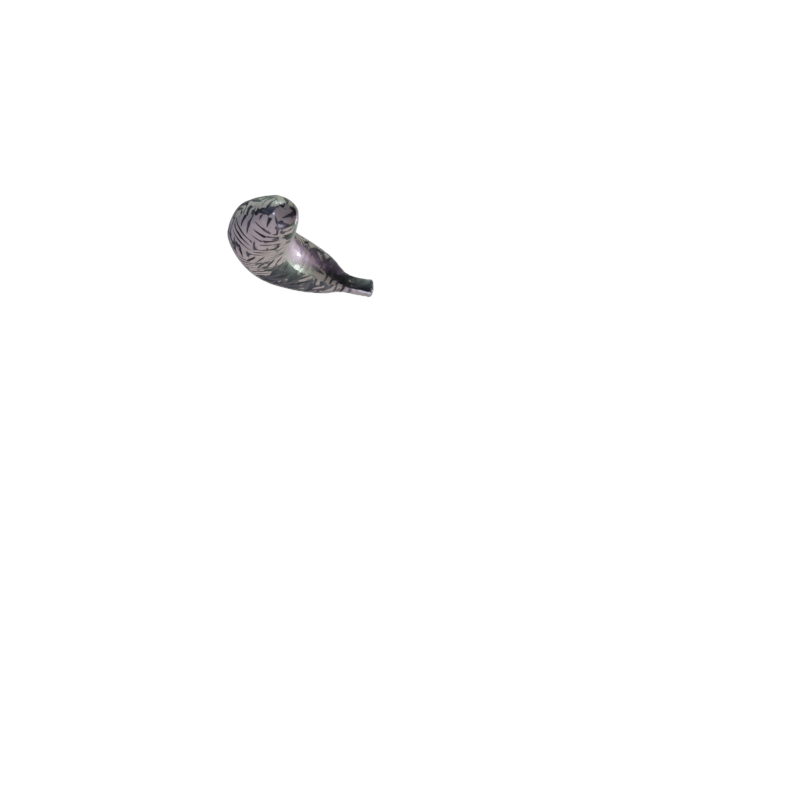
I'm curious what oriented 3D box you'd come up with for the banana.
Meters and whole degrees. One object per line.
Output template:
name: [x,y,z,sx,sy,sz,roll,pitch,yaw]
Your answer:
banana: [-0.071,-0.097,0.694,0.071,0.038,0.190,-2,-6,13]
